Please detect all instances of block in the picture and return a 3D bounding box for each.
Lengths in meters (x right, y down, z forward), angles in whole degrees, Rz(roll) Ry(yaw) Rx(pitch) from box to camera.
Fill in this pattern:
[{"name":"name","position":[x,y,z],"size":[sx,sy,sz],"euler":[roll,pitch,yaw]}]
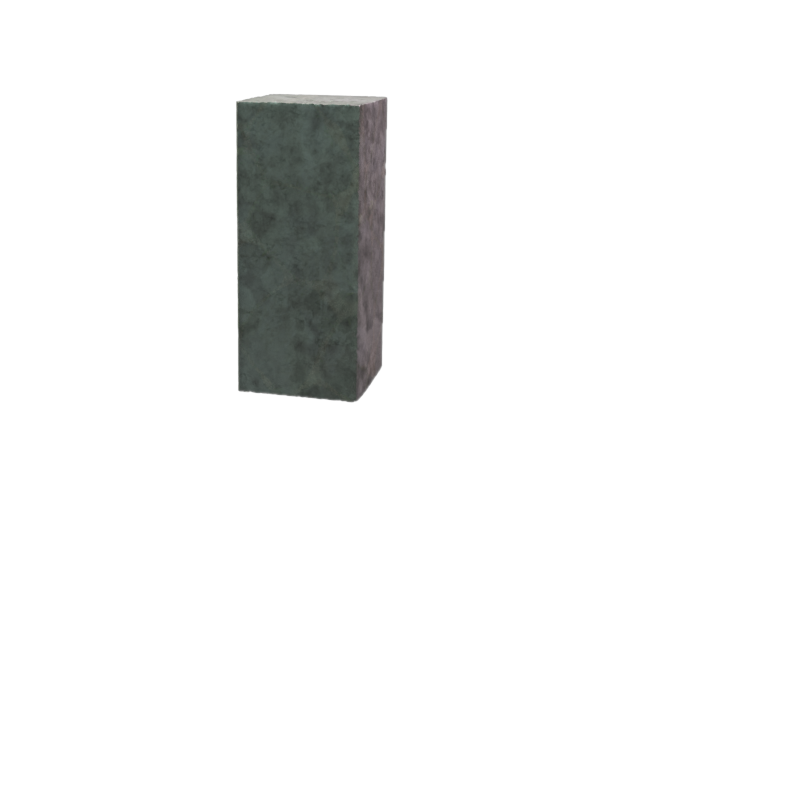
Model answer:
[{"name":"block","position":[-0.062,-0.114,0.801],"size":[0.093,0.200,0.091],"euler":[4,13,13]}]
